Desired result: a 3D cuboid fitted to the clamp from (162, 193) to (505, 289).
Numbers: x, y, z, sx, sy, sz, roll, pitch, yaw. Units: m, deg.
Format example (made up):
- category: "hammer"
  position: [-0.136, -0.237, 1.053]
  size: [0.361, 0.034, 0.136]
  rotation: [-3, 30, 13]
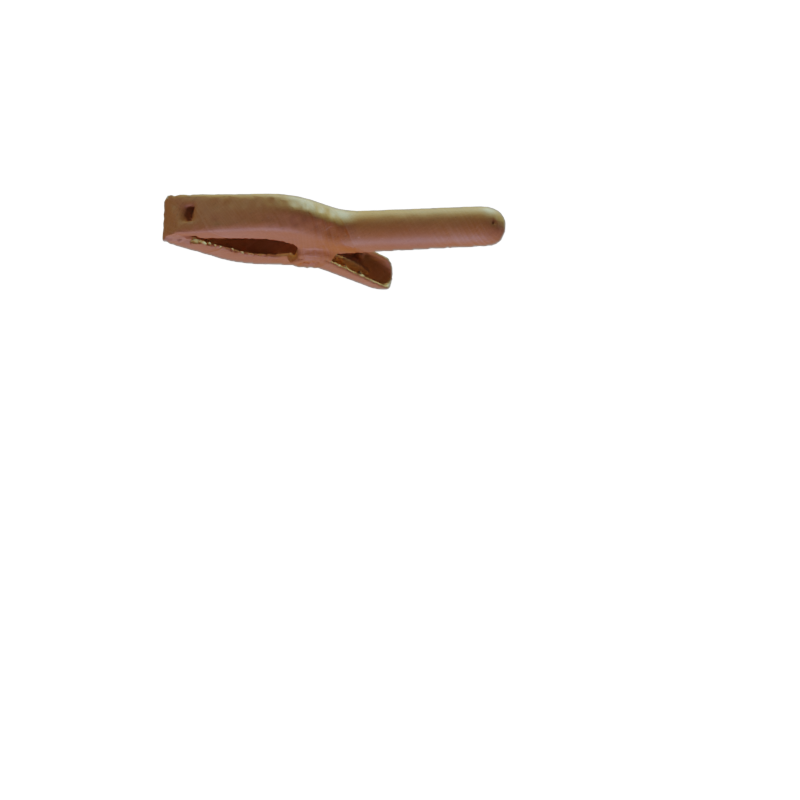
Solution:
- category: "clamp"
  position: [-0.058, -0.106, 0.744]
  size: [0.205, 0.037, 0.164]
  rotation: [3, -9, -19]
